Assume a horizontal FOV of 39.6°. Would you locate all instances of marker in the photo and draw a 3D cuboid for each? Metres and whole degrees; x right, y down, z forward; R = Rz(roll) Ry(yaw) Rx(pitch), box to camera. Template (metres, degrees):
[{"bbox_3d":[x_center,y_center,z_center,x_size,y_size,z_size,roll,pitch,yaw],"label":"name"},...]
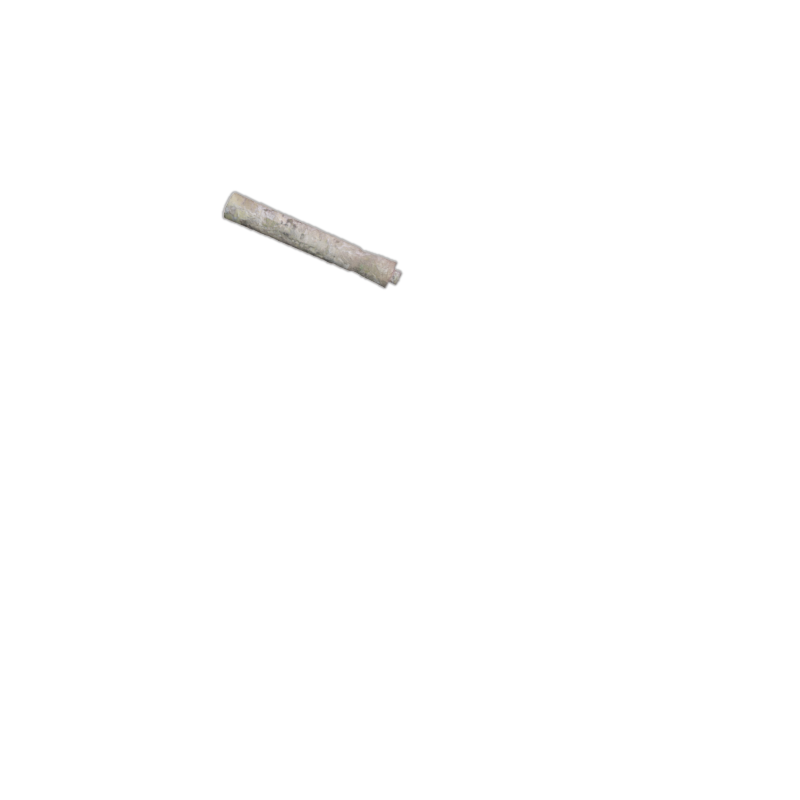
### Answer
[{"bbox_3d":[-0.056,-0.102,0.716,0.122,0.020,0.020,24,5,5],"label":"marker"}]
